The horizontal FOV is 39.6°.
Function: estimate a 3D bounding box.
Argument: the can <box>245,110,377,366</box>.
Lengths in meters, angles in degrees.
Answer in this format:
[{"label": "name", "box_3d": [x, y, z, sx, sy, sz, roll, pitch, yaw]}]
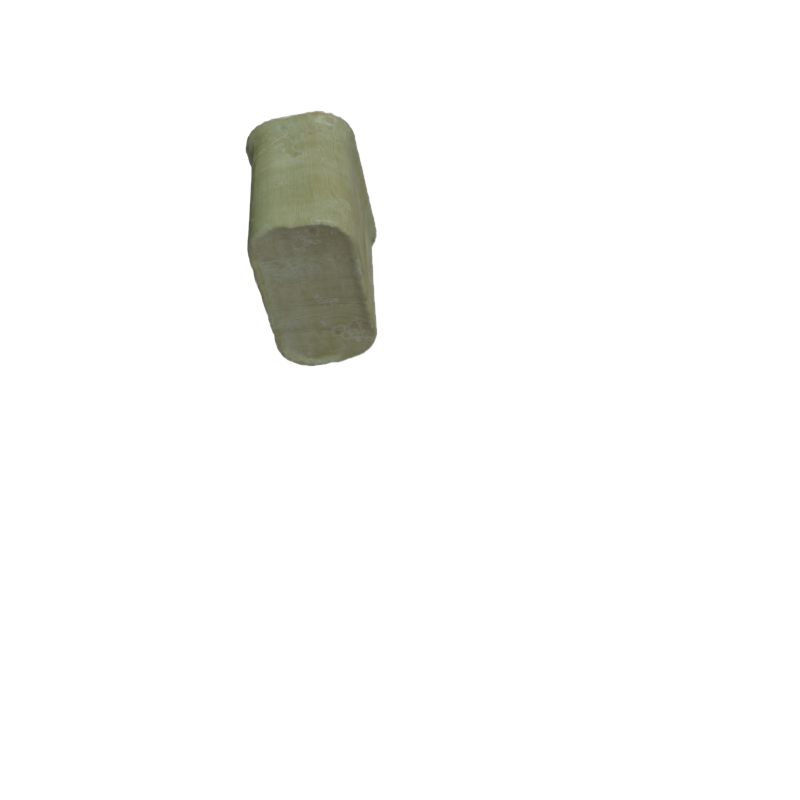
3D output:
[{"label": "can", "box_3d": [-0.044, -0.081, 0.565, 0.058, 0.090, 0.094, -9, -45, 6]}]
